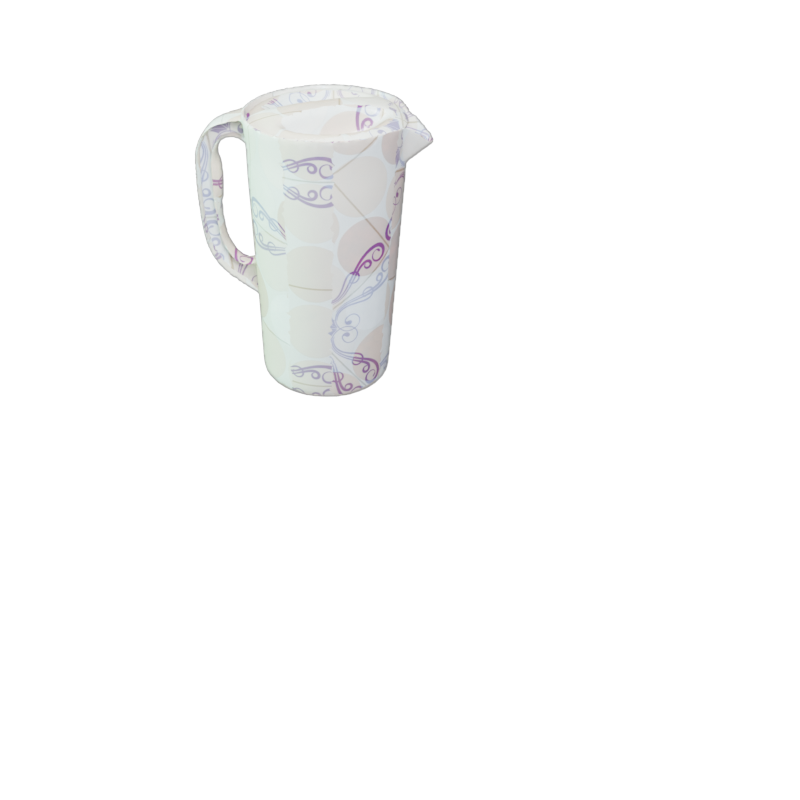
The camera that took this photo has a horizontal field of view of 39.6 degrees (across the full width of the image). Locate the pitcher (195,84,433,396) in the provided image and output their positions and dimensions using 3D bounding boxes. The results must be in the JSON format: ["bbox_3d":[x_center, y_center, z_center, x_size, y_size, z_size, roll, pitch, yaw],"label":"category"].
[{"bbox_3d":[-0.071,-0.130,0.913,0.143,0.229,0.160,-20,36,-34],"label":"pitcher"}]
